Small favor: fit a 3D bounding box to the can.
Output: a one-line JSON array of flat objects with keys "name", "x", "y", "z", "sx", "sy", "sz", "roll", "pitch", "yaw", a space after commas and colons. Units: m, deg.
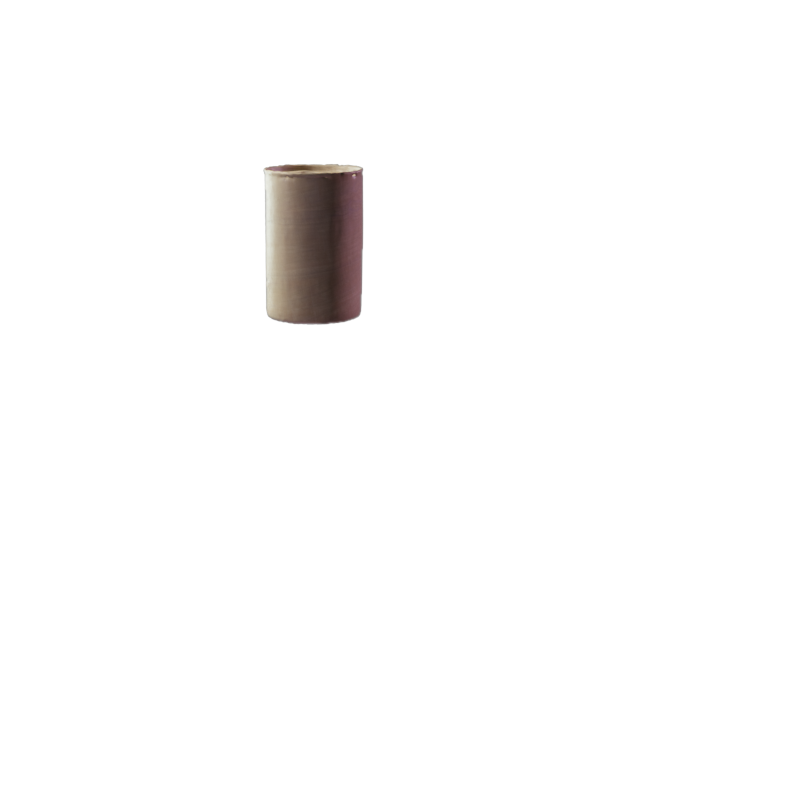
[{"name": "can", "x": -0.059, "y": -0.108, "z": 0.760, "sx": 0.068, "sy": 0.100, "sz": 0.070, "roll": 0, "pitch": 12, "yaw": -2}]
